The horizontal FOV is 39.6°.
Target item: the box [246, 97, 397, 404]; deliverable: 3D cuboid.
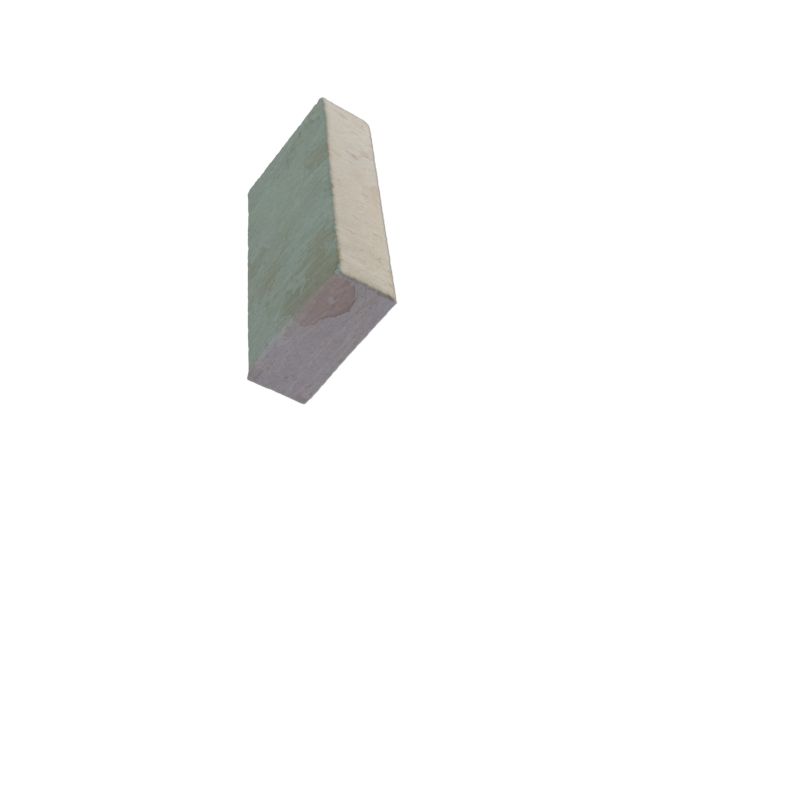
[{"bbox_3d":[-0.051,-0.094,0.657,0.046,0.189,0.091,27,-55,-26],"label":"box"}]
